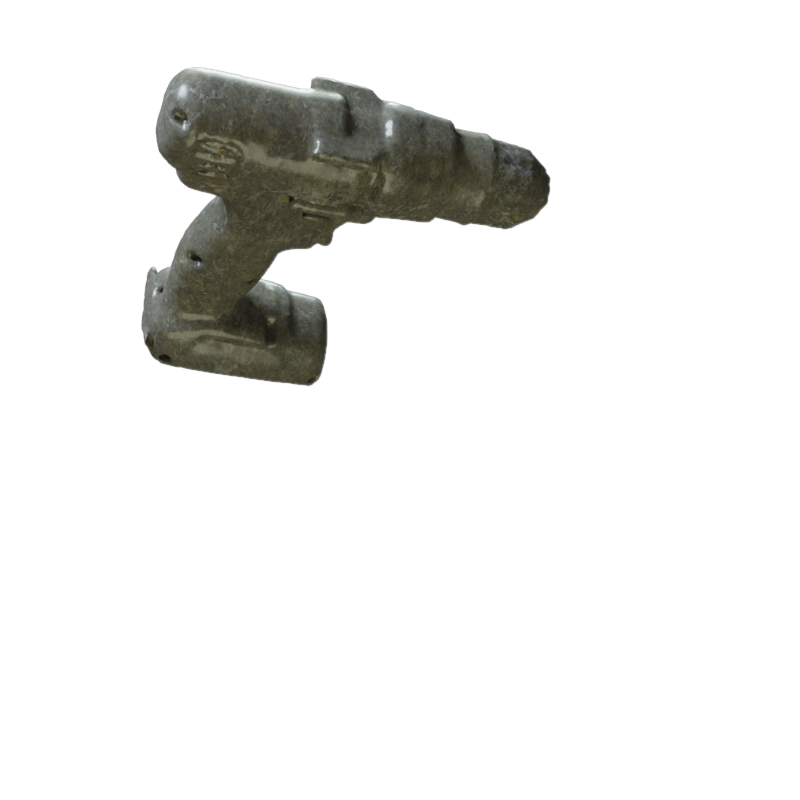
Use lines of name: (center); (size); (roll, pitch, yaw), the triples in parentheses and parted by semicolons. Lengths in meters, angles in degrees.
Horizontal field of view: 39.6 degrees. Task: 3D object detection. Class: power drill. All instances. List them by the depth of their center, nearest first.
power drill: (-0.043, -0.078, 0.550); (0.179, 0.061, 0.180); (12, -37, -17)
